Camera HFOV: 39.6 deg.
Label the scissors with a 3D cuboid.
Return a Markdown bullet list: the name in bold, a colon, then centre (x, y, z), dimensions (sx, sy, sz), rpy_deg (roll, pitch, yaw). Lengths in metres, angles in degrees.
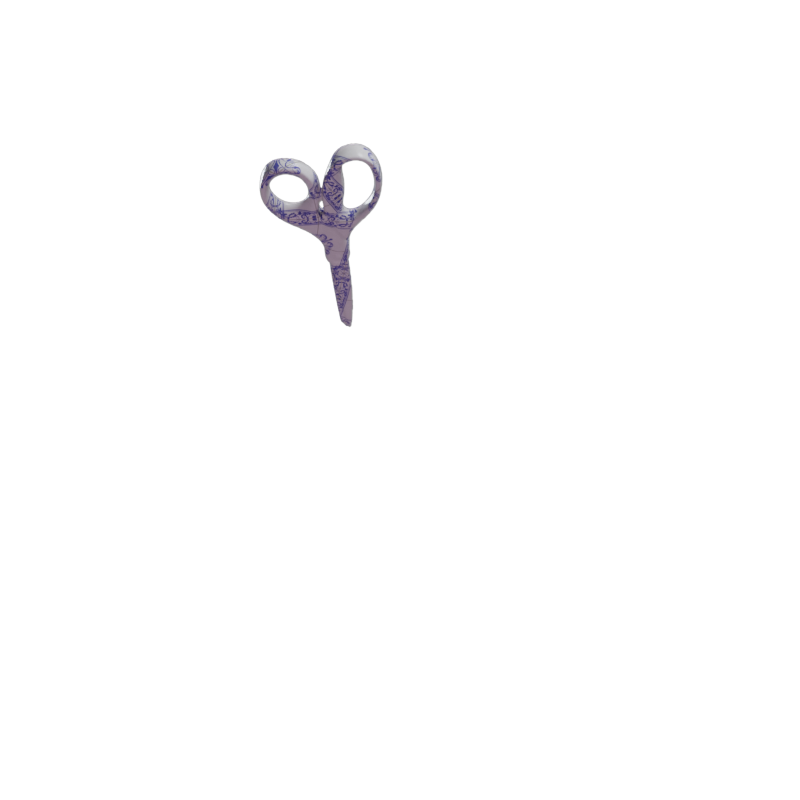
- **scissors**: centre (-0.065, -0.119, 0.835), dimensions (0.095, 0.017, 0.191), rpy_deg (7, -37, -10)
